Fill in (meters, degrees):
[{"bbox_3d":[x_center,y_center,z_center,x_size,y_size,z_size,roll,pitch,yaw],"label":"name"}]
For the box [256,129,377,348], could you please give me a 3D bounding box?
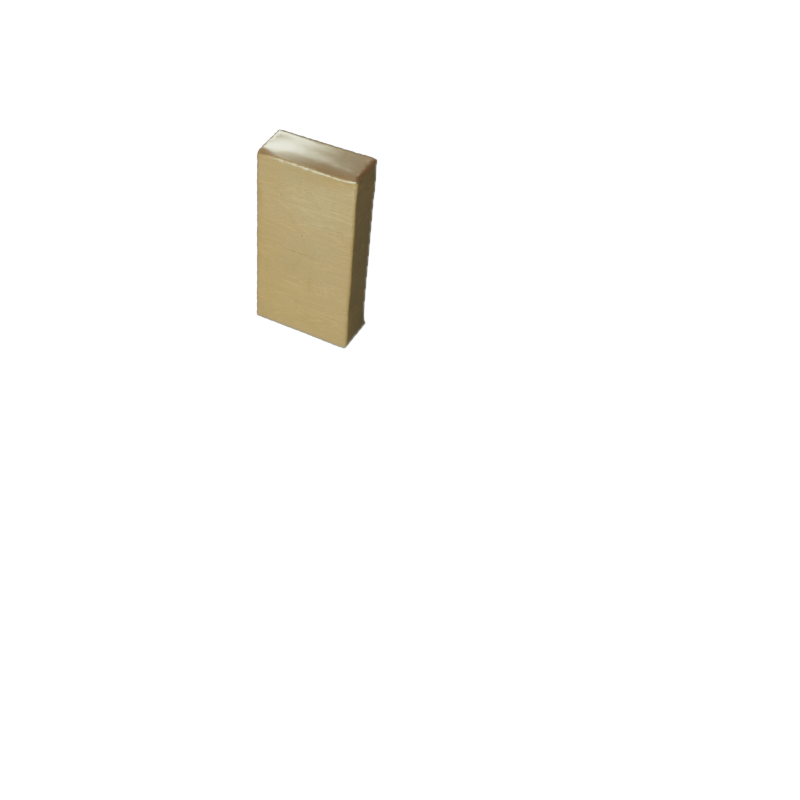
[{"bbox_3d":[-0.073,-0.133,0.933,0.097,0.164,0.049,21,45,18],"label":"box"}]
